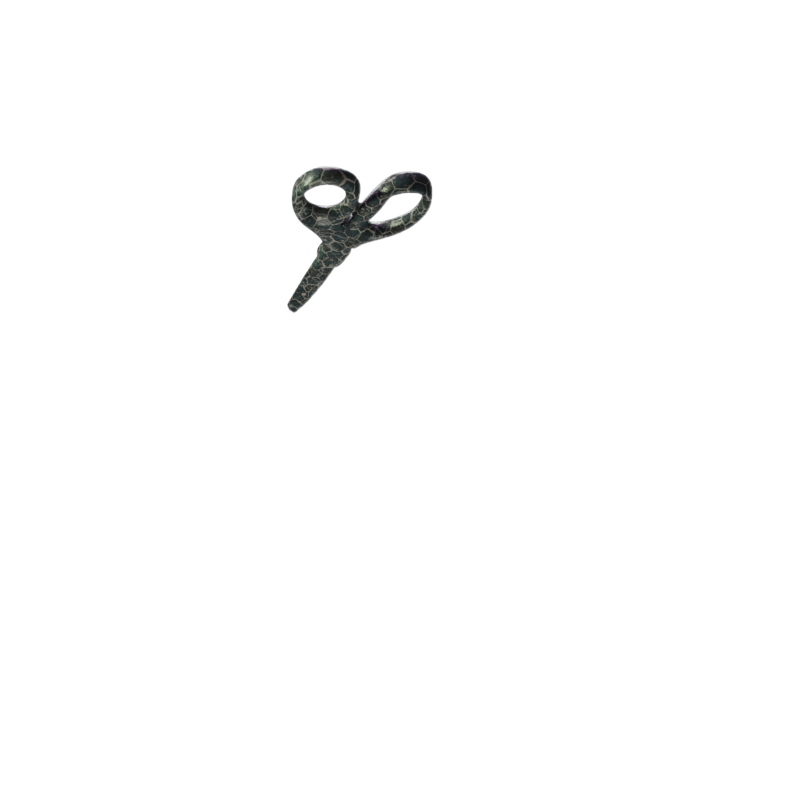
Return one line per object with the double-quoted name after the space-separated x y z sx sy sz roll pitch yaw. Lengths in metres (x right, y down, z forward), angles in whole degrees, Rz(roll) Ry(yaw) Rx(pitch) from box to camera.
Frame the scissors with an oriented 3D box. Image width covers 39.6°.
-0.059 -0.107 0.749 0.091 0.017 0.201 16 -27 -33 "scissors"
